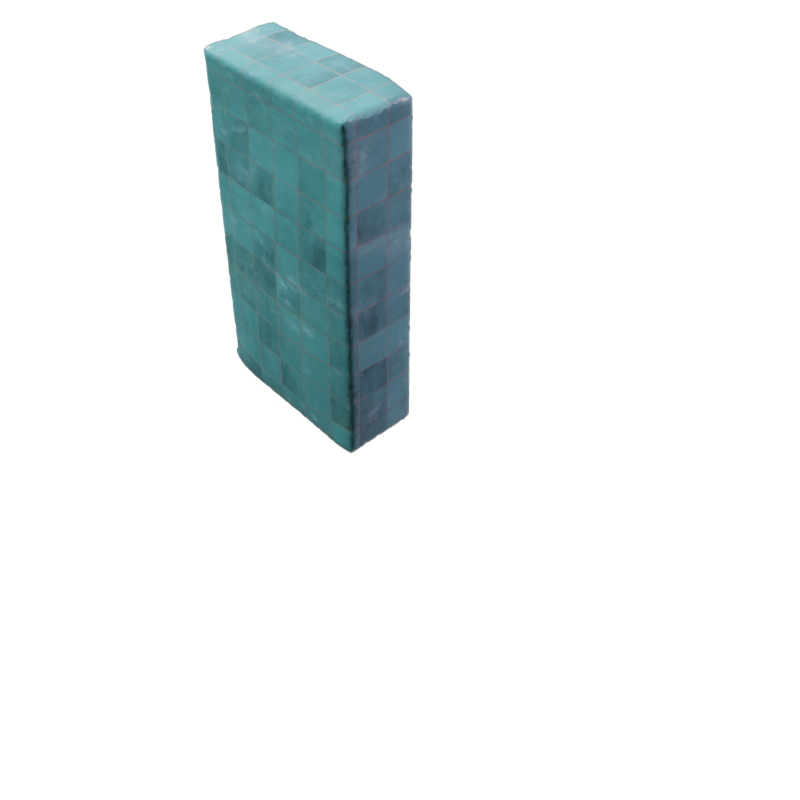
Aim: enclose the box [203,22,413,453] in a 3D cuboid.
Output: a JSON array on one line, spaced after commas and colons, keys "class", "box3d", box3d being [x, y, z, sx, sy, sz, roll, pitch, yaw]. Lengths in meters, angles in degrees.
[{"class": "box", "box3d": [-0.039, -0.071, 0.499, 0.048, 0.165, 0.100, -26, 46, -32]}]
